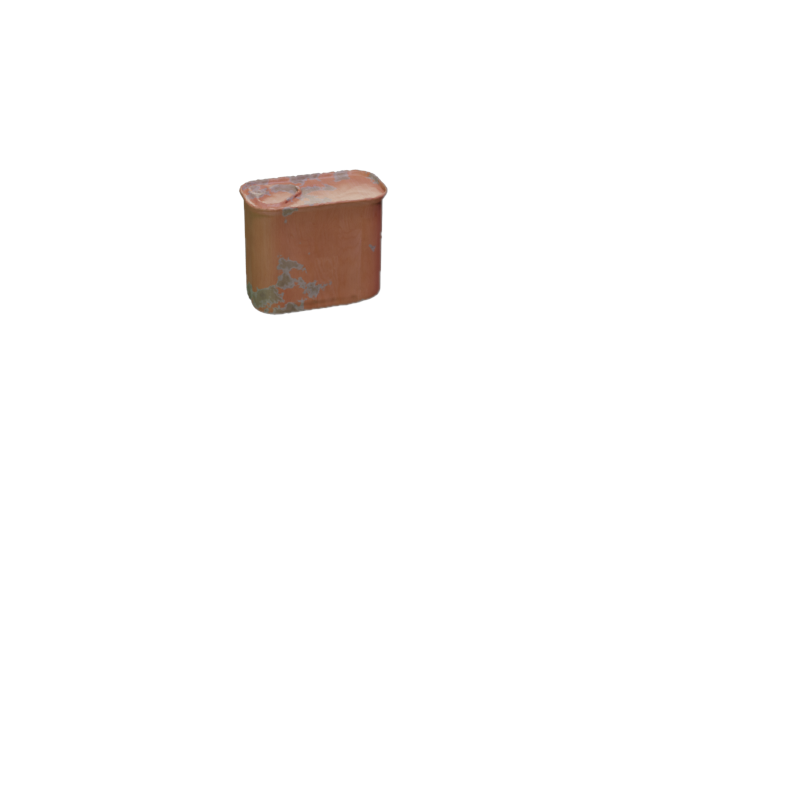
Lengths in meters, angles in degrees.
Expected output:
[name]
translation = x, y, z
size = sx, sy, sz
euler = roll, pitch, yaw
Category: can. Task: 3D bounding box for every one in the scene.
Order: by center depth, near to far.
[can]
translation = -0.062, -0.114, 0.796
size = 0.100, 0.079, 0.062
euler = -8, 29, -16
